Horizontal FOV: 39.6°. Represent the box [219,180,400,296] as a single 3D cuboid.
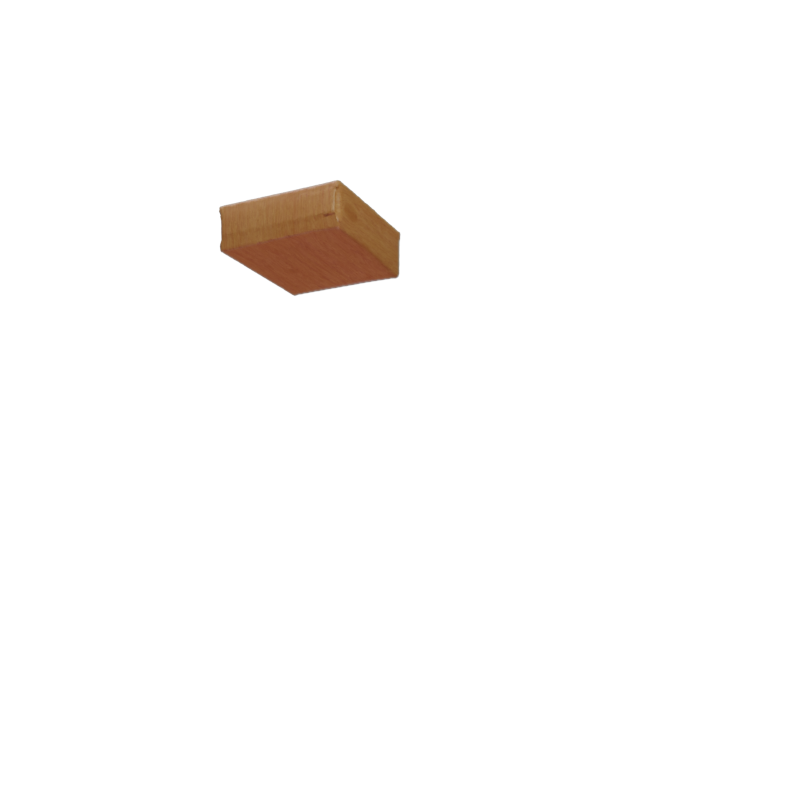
[{"bbox_3d":[-0.060,-0.110,0.769,0.092,0.041,0.106,-7,-17,22],"label":"box"}]
